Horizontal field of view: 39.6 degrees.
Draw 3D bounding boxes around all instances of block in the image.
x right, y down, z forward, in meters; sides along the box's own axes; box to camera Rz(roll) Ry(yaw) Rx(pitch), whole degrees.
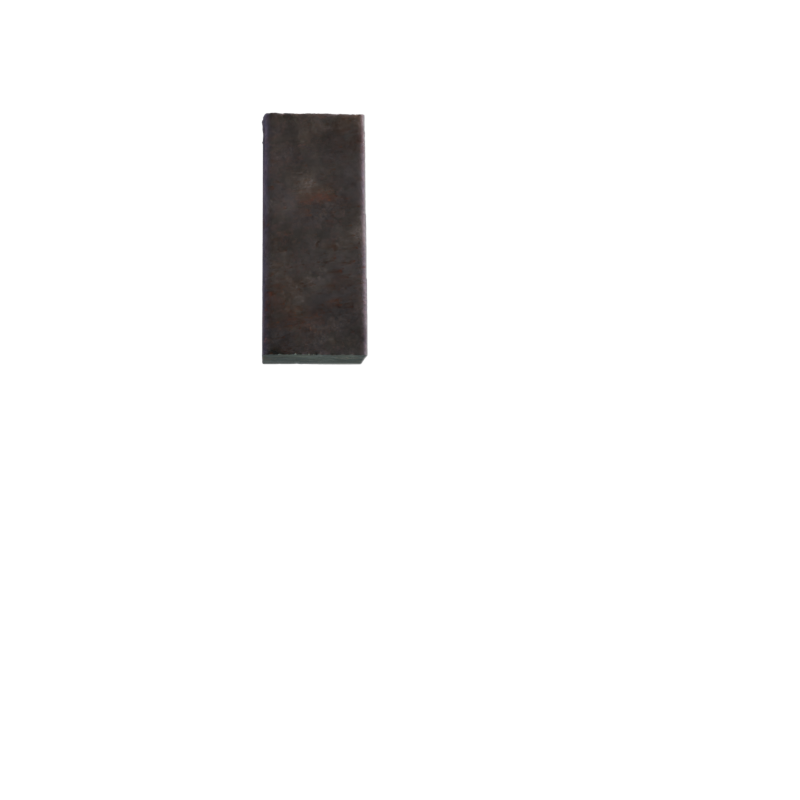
[{"bbox_3d":[-0.076,-0.138,0.967,0.090,0.212,0.089,0,-10,-5],"label":"block"}]
